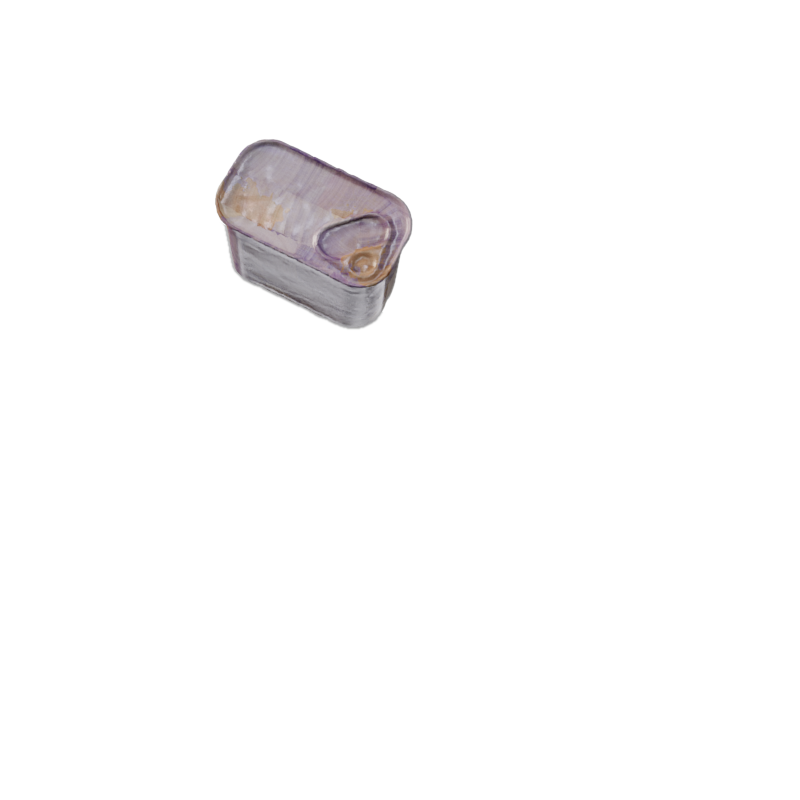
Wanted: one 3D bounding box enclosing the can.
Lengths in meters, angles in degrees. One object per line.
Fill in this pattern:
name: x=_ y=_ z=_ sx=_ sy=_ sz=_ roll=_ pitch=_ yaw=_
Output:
can: x=-0.048 y=-0.088 z=0.616 sx=0.104 sy=0.059 sz=0.080 roll=27 pitch=-17 yaw=8
